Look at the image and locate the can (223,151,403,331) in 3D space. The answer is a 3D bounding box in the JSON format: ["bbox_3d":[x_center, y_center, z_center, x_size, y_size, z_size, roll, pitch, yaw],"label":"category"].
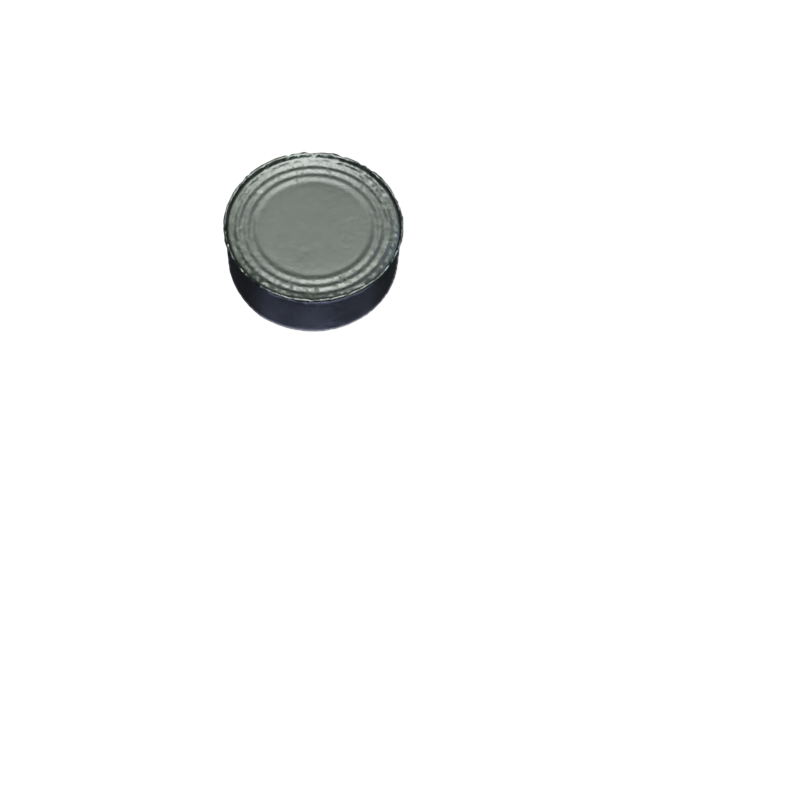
[{"bbox_3d":[-0.042,-0.077,0.539,0.086,0.092,0.031,-1,-31,-1],"label":"can"}]
